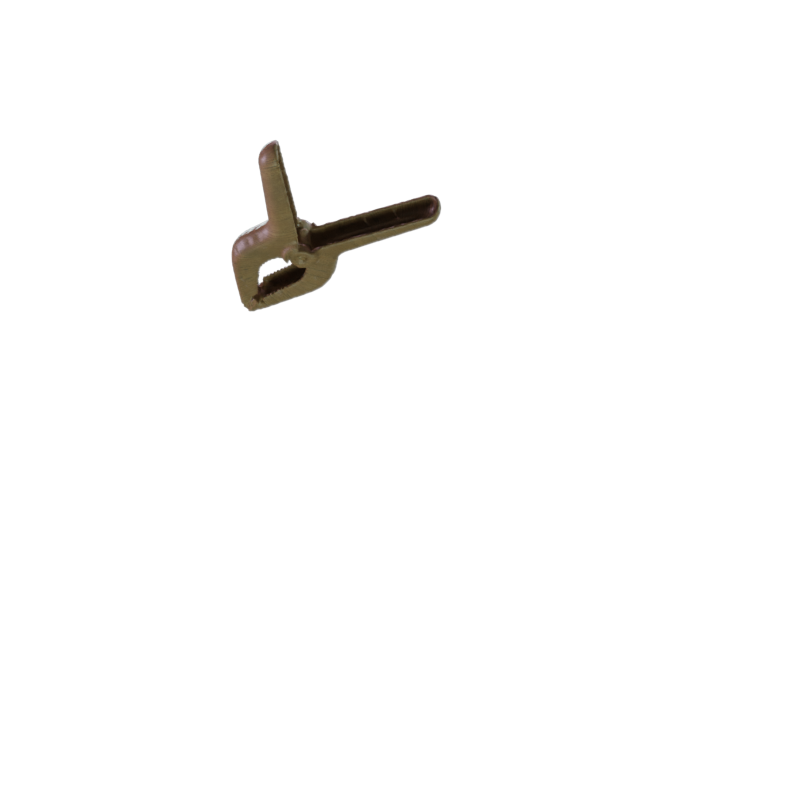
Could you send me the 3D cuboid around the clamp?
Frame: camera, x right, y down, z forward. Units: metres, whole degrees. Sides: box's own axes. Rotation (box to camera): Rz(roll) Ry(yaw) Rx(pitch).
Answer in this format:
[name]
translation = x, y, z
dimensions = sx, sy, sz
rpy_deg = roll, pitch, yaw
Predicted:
[clamp]
translation = -0.075, -0.136, 0.956
dimensions = 0.159, 0.039, 0.204
rpy_deg = 13, -33, -21
